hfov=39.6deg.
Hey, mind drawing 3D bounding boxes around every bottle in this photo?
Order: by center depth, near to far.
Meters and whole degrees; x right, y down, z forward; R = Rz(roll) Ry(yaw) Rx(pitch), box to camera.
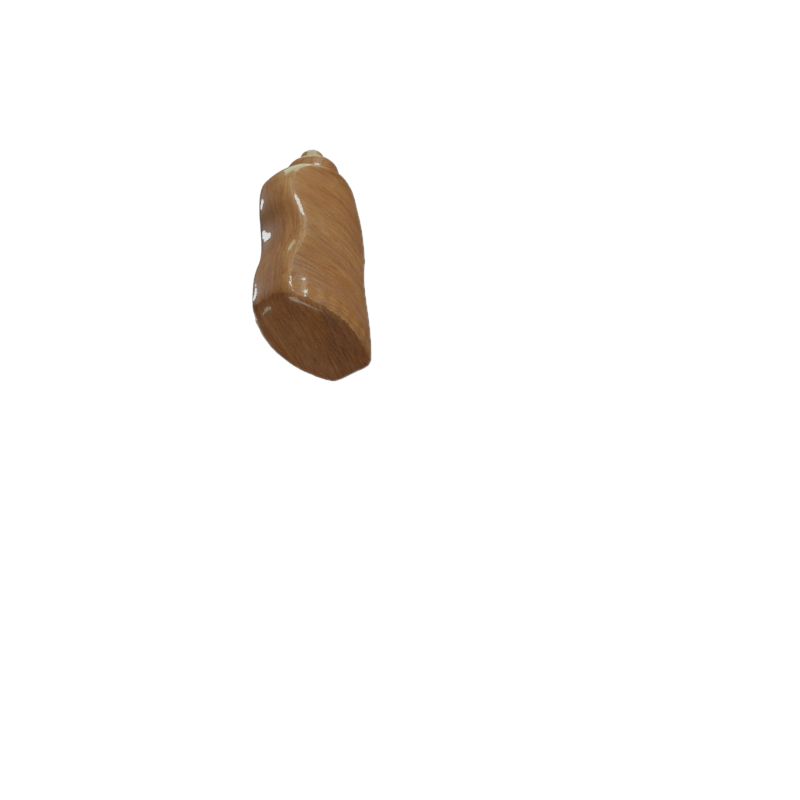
[{"bbox_3d":[-0.063,-0.113,0.795,0.058,0.206,0.089,-29,-48,25],"label":"bottle"}]
